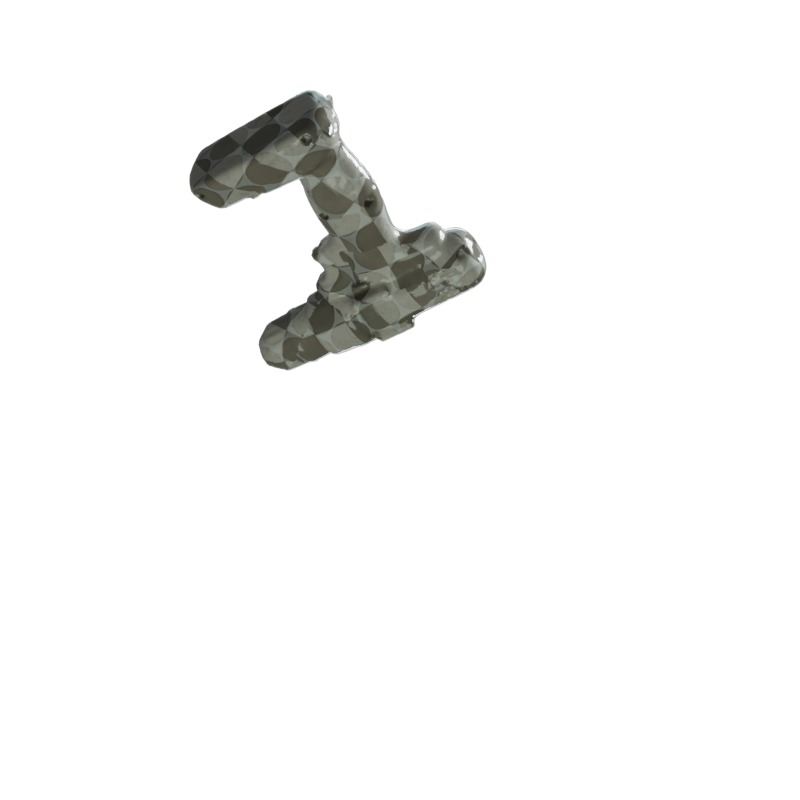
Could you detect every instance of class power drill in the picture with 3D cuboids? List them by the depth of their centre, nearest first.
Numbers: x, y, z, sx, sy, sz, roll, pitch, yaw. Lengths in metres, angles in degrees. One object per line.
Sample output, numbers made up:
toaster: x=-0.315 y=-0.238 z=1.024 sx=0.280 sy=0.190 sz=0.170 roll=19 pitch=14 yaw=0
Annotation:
power drill: x=-0.060 y=-0.110 z=0.767 sx=0.185 sy=0.062 sz=0.175 roll=-26 pitch=-53 yaw=21
